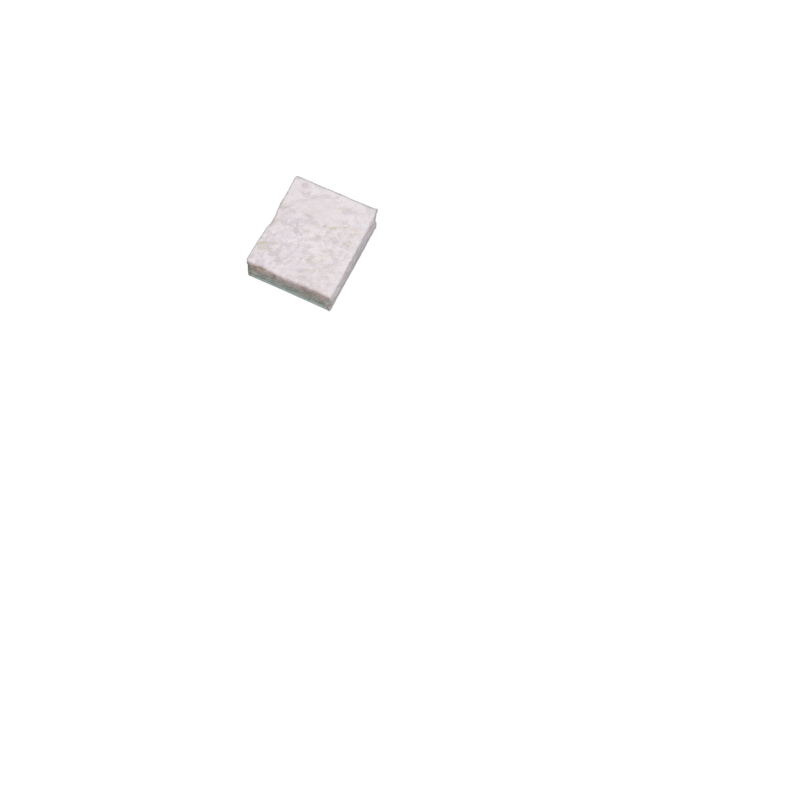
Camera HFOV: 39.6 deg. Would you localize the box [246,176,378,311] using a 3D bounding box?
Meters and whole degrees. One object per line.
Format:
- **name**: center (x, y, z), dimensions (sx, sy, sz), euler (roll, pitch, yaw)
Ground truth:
- **box**: center (-0.068, -0.124, 0.870), dimensions (0.075, 0.092, 0.028), euler (23, -24, 11)
